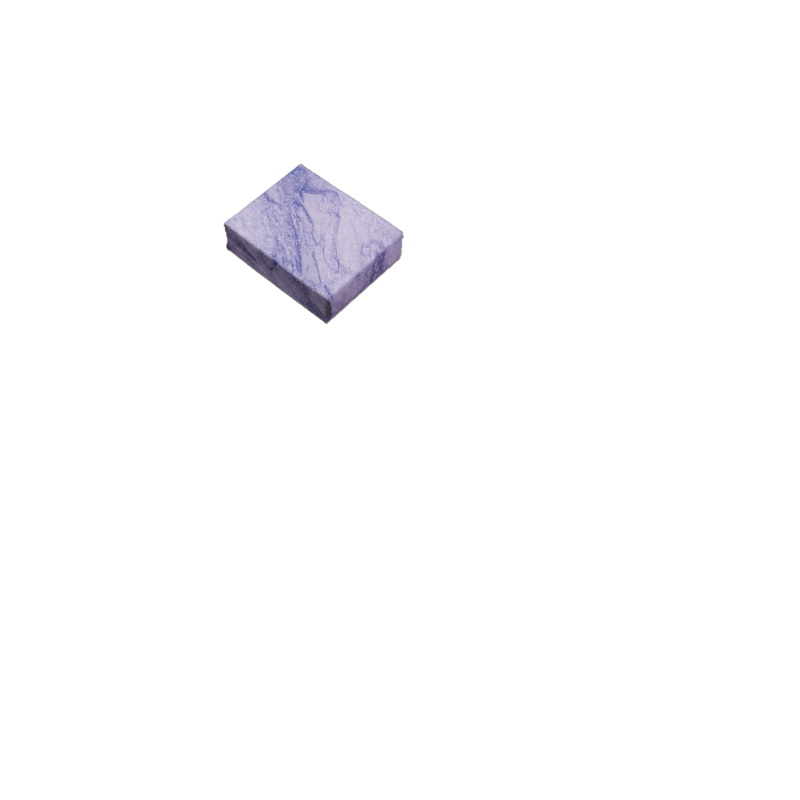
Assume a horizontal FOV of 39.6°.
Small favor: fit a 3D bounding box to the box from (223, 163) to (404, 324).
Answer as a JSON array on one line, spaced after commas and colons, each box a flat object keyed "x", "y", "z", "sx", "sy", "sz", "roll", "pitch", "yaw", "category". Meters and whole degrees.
[{"x": -0.068, "y": -0.125, "z": 0.871, "sx": 0.120, "sy": 0.036, "sz": 0.091, "roll": 34, "pitch": 59, "yaw": 24, "category": "box"}]
